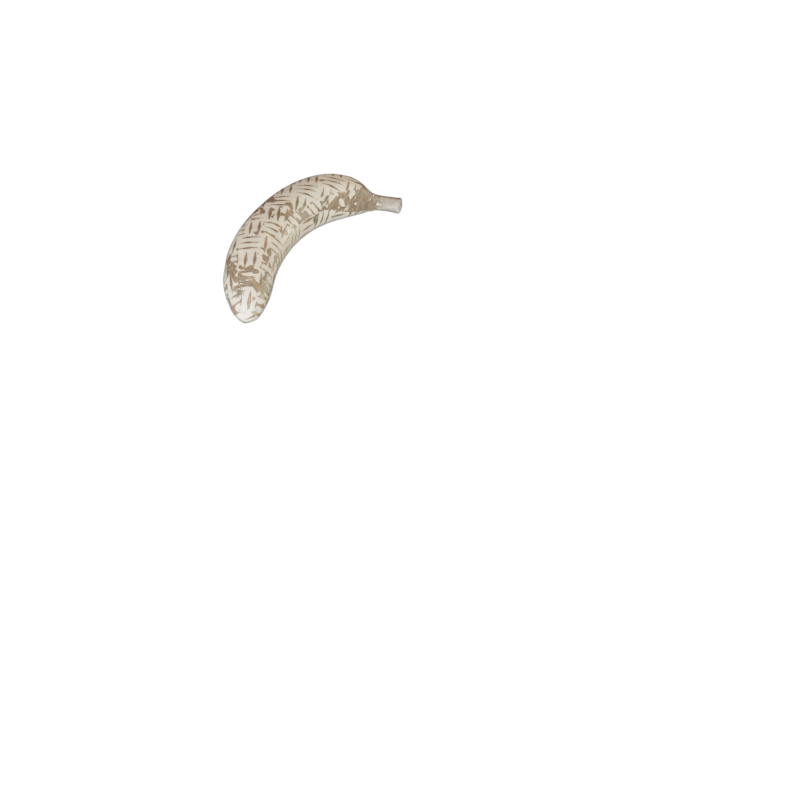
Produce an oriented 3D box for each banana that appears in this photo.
[{"bbox_3d":[-0.074,-0.118,0.777,0.073,0.034,0.201,19,40,24],"label":"banana"}]
